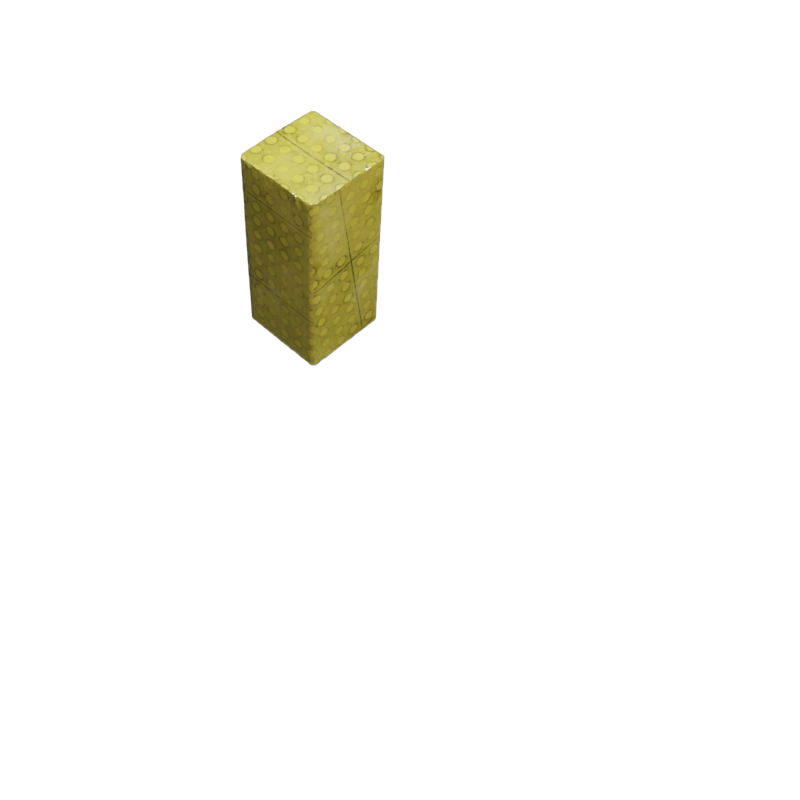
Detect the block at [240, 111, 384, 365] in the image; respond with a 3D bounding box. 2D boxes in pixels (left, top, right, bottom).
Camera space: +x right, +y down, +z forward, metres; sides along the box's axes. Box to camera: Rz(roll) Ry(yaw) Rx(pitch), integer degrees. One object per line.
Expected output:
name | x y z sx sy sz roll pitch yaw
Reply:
block | -0.079 -0.142 0.999 0.096 0.192 0.091 38 57 25
